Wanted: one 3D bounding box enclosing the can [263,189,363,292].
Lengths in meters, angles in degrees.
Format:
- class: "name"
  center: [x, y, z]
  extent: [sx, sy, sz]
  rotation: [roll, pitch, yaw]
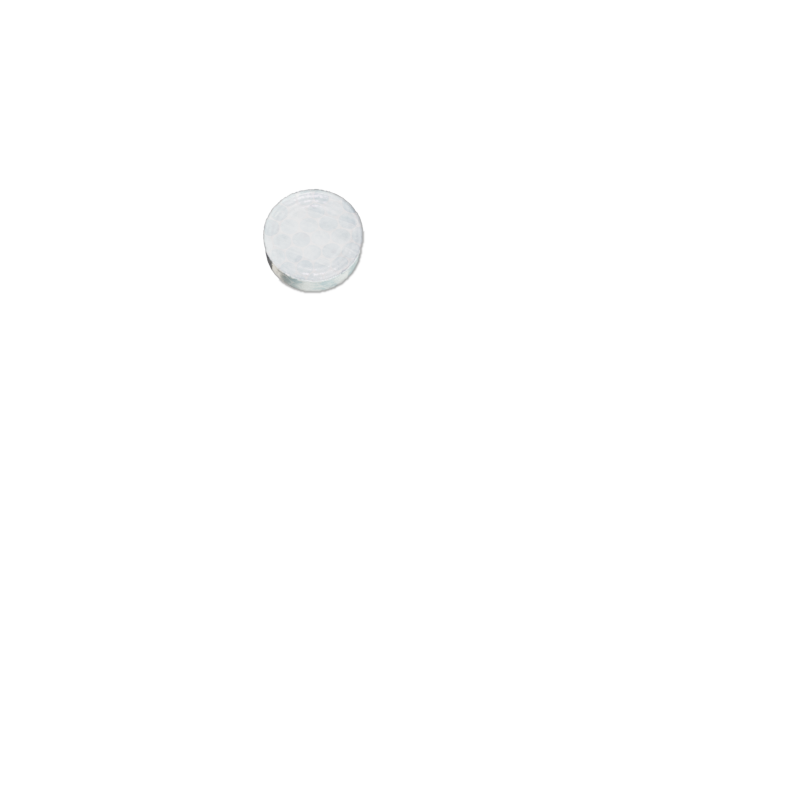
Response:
- class: "can"
  center: [-0.075, -0.137, 0.959]
  extent: [0.086, 0.090, 0.032]
  rotation: [-1, -21, -1]
